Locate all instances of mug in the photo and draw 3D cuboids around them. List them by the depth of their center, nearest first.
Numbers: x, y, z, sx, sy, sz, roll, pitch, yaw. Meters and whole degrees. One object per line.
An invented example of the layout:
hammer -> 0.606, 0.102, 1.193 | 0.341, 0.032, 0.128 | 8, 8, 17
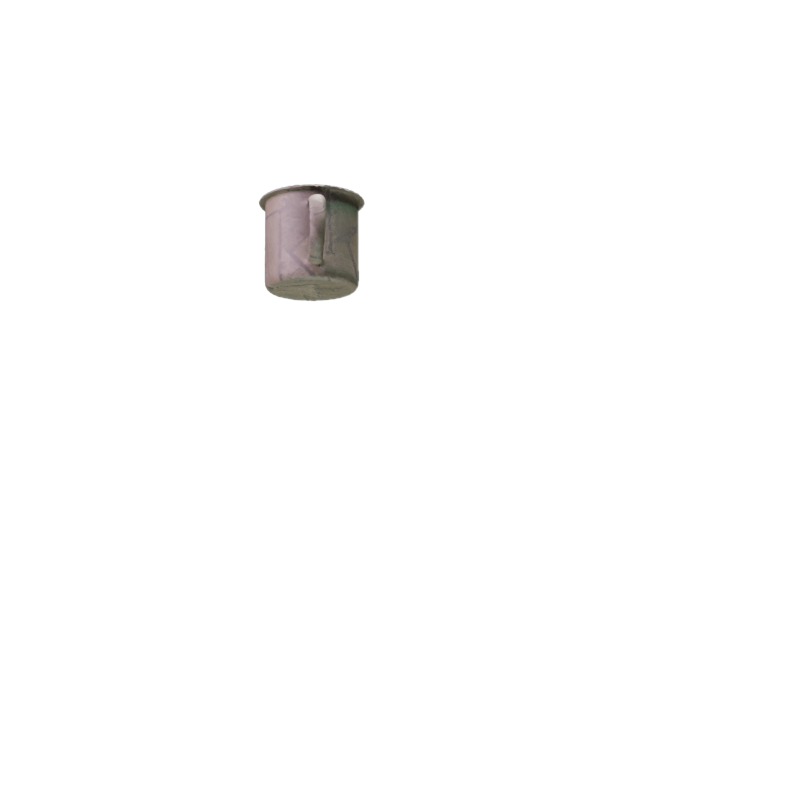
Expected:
mug -> -0.075, -0.136, 0.956 | 0.092, 0.085, 0.114 | 2, -13, -9
